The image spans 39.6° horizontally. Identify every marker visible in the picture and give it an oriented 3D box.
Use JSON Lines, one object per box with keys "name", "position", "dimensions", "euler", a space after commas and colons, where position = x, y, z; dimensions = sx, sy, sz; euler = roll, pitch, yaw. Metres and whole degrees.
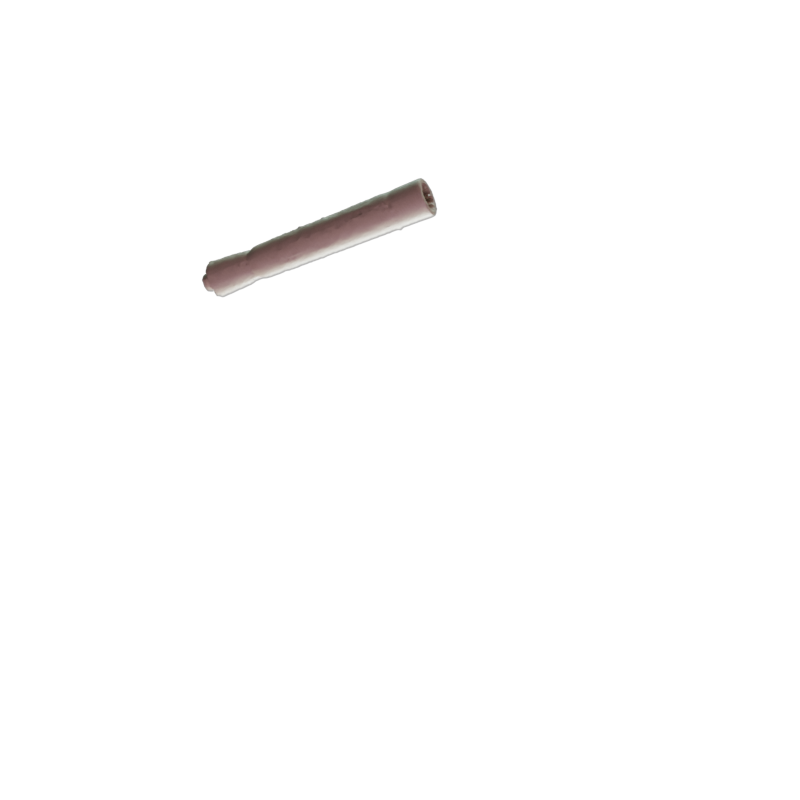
{"name": "marker", "position": [-0.041, -0.075, 0.525], "dimensions": [0.122, 0.020, 0.019], "euler": [-18, -3, 21]}
